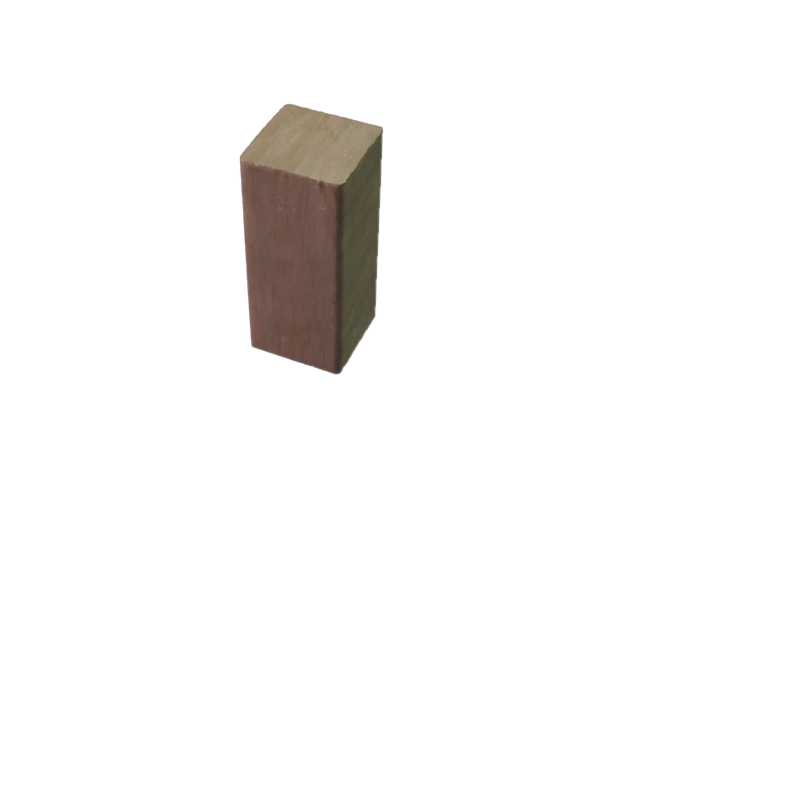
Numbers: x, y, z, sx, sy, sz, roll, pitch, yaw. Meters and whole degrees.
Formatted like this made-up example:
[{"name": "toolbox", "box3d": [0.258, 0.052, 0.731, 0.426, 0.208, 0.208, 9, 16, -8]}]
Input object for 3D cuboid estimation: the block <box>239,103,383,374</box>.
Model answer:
[{"name": "block", "box3d": [-0.074, -0.134, 0.939, 0.094, 0.192, 0.094, 18, 45, 15]}]
